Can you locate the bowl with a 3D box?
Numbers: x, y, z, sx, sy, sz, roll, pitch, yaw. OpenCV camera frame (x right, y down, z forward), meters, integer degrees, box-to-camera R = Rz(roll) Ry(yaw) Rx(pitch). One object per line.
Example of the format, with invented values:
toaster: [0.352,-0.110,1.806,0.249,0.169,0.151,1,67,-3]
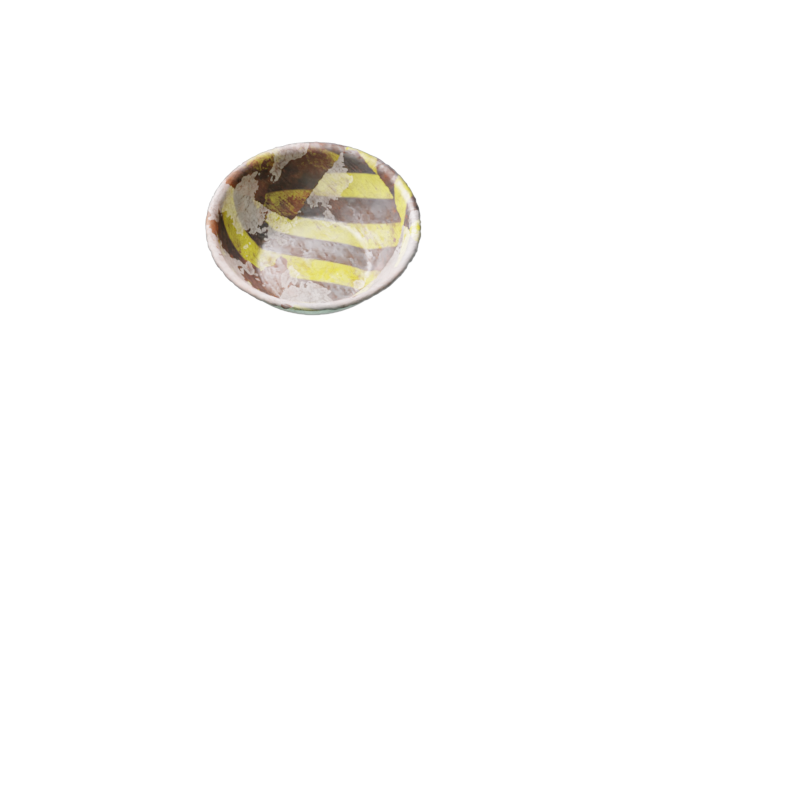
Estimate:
bowl: [-0.066,-0.121,0.847,0.162,0.173,0.051,-1,-34,-1]
